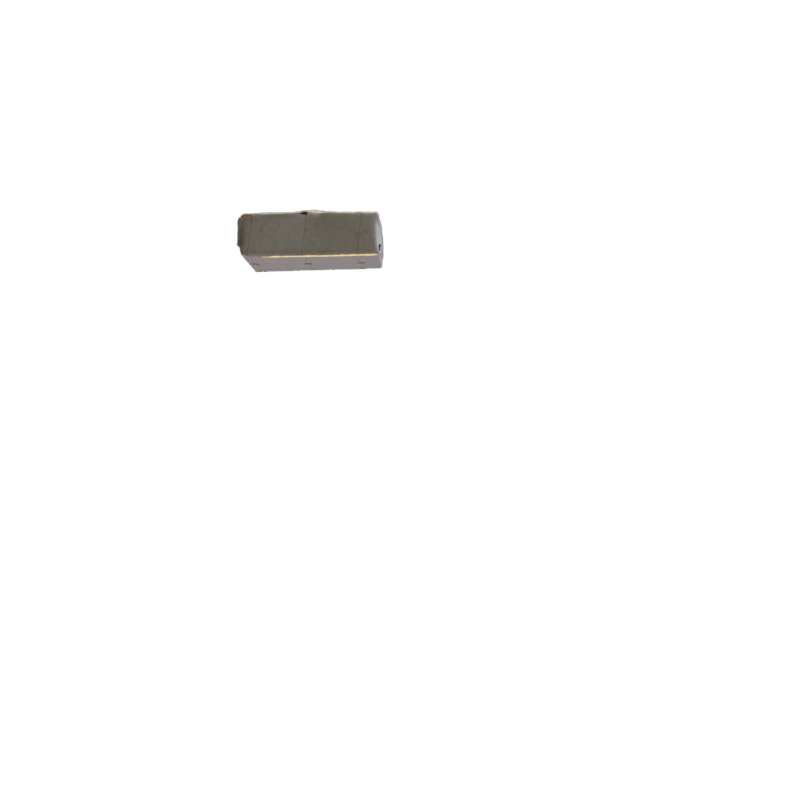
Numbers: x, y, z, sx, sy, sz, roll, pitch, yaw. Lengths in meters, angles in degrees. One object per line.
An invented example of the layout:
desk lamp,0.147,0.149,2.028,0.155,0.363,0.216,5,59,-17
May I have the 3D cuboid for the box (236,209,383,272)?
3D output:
box,-0.056,-0.102,0.715,0.090,0.031,0.072,0,-2,3
